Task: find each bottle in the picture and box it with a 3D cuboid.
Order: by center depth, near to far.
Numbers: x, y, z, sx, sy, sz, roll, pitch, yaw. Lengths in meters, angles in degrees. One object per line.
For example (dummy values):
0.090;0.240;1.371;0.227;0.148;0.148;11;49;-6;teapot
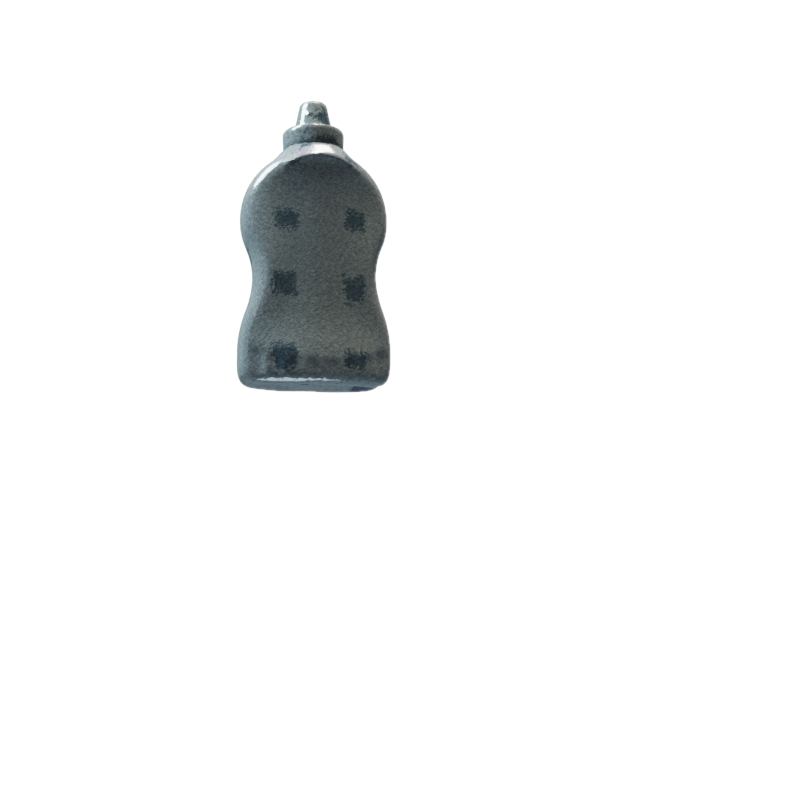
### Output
-0.057;-0.104;0.726;0.094;0.198;0.057;2;-14;-12;bottle
